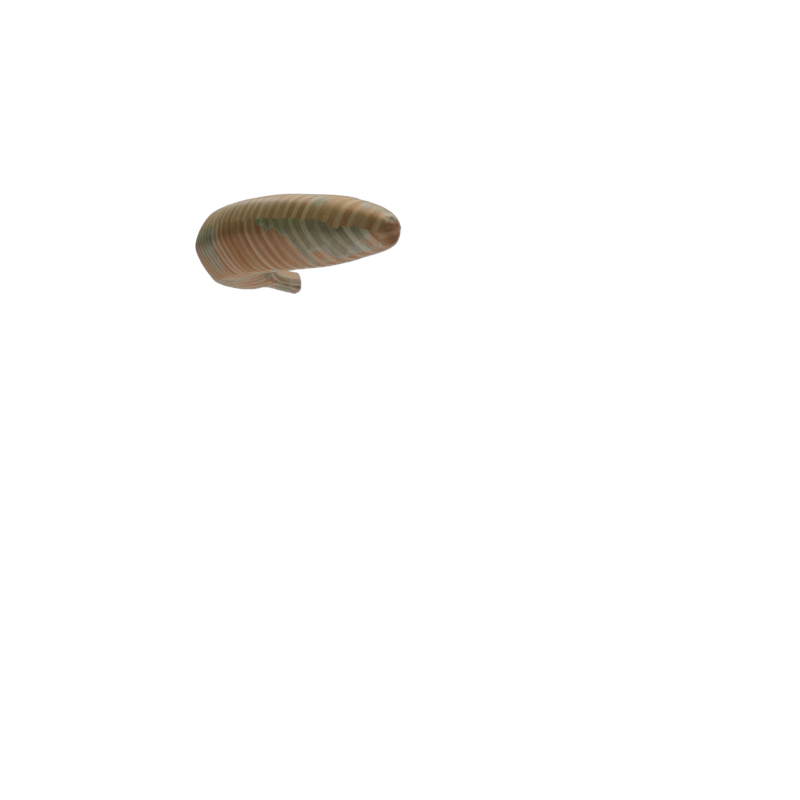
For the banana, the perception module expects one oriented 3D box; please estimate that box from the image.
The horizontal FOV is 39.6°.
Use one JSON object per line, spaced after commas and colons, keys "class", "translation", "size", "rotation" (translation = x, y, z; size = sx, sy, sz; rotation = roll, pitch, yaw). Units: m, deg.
{"class": "banana", "translation": [-0.061, -0.076, 0.533], "size": [0.068, 0.037, 0.200], "rotation": [0, 1, -17]}
